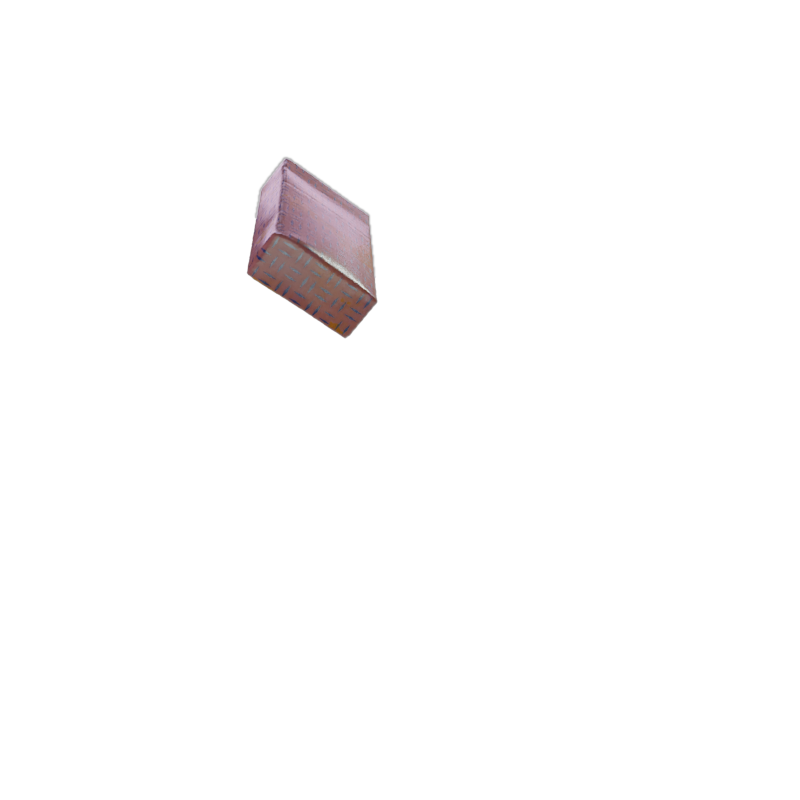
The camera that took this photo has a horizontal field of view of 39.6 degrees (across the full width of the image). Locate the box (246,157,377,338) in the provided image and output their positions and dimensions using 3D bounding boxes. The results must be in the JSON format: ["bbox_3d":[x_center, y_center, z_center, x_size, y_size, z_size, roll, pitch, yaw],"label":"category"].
[{"bbox_3d":[-0.069,-0.125,0.877,0.090,0.047,0.186,33,20,-17],"label":"box"}]
